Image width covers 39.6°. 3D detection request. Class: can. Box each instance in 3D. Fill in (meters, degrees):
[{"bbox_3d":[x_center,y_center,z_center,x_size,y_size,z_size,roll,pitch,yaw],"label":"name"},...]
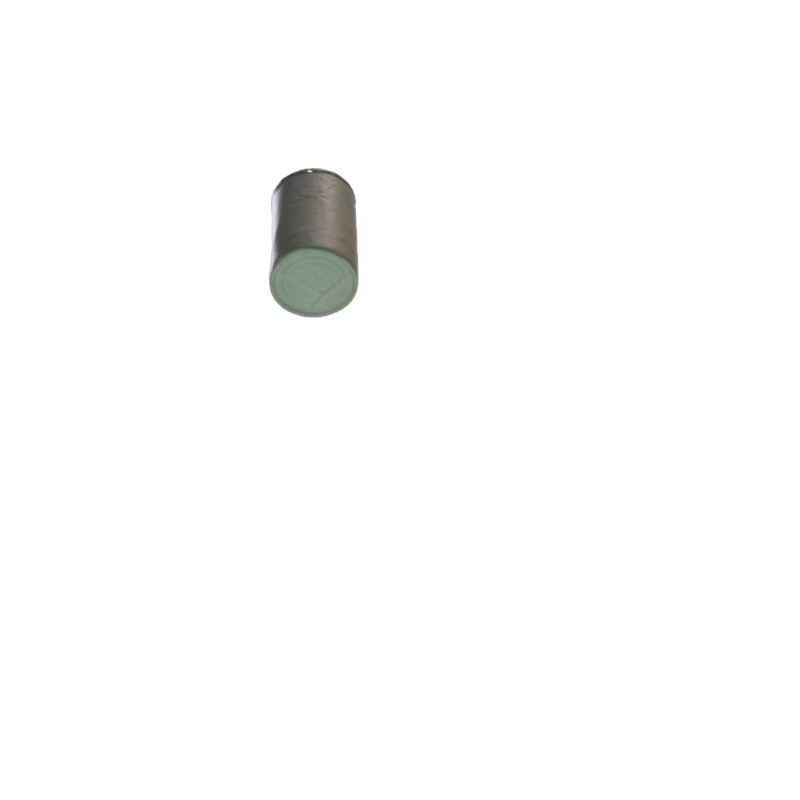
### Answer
[{"bbox_3d":[-0.066,-0.121,0.846,0.068,0.064,0.110,-1,43,-3],"label":"can"}]
